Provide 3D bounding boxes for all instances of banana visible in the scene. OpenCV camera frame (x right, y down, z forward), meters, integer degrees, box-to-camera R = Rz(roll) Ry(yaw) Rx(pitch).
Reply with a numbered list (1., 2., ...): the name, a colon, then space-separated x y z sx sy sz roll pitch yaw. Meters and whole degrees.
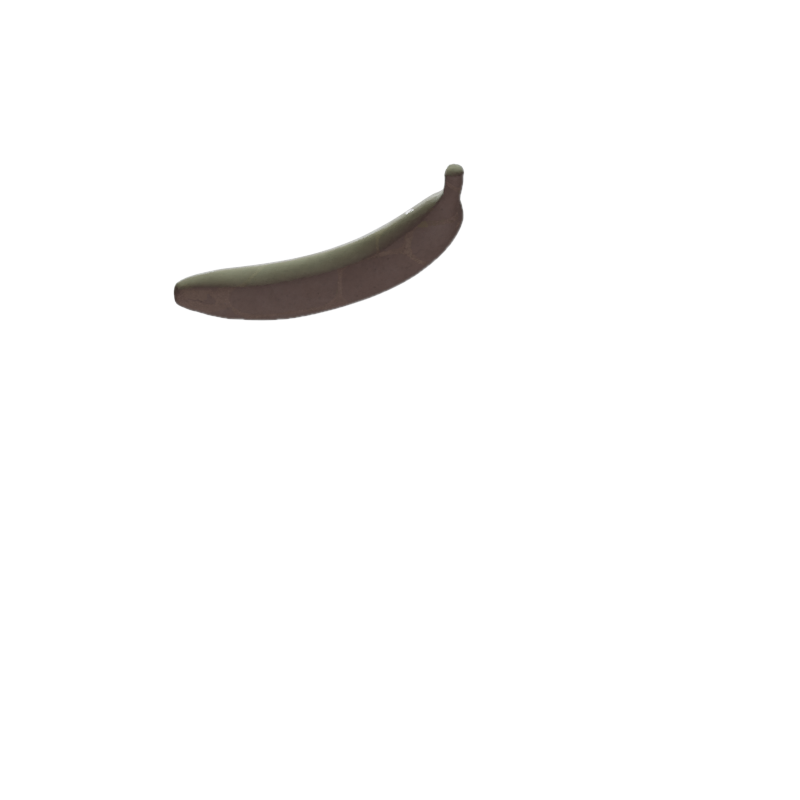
1. banana: -0.040 -0.085 0.674 0.199 0.039 0.064 -22 -51 18
